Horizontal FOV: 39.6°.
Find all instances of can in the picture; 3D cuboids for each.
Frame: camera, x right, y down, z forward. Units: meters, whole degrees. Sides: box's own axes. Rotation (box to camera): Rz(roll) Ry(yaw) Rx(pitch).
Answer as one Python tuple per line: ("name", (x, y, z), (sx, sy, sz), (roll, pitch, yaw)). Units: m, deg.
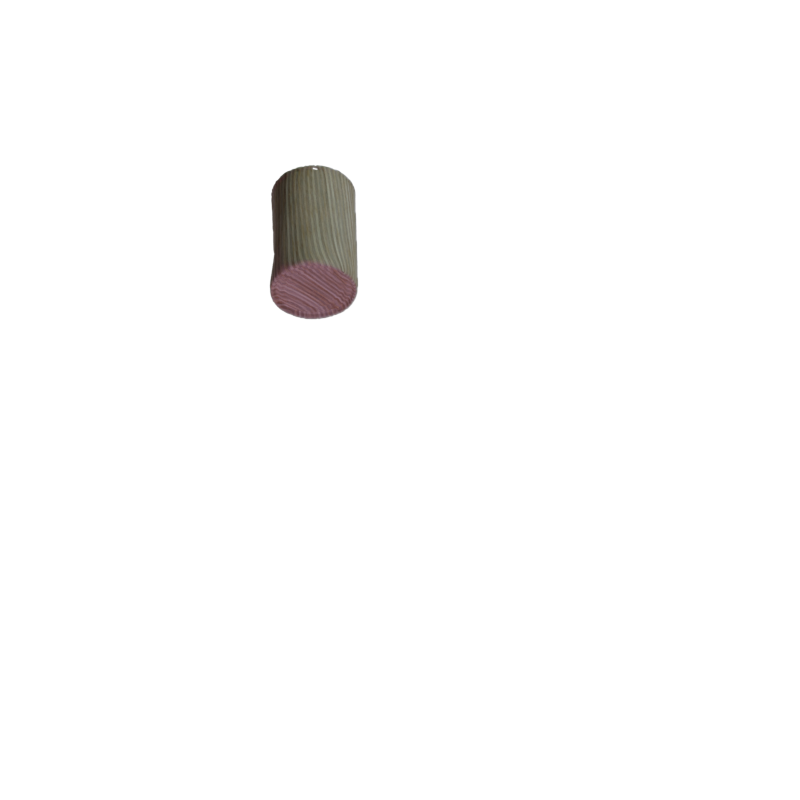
("can", (-0.067, -0.122, 0.856), (0.068, 0.110, 0.064), (-1, -38, -3))
